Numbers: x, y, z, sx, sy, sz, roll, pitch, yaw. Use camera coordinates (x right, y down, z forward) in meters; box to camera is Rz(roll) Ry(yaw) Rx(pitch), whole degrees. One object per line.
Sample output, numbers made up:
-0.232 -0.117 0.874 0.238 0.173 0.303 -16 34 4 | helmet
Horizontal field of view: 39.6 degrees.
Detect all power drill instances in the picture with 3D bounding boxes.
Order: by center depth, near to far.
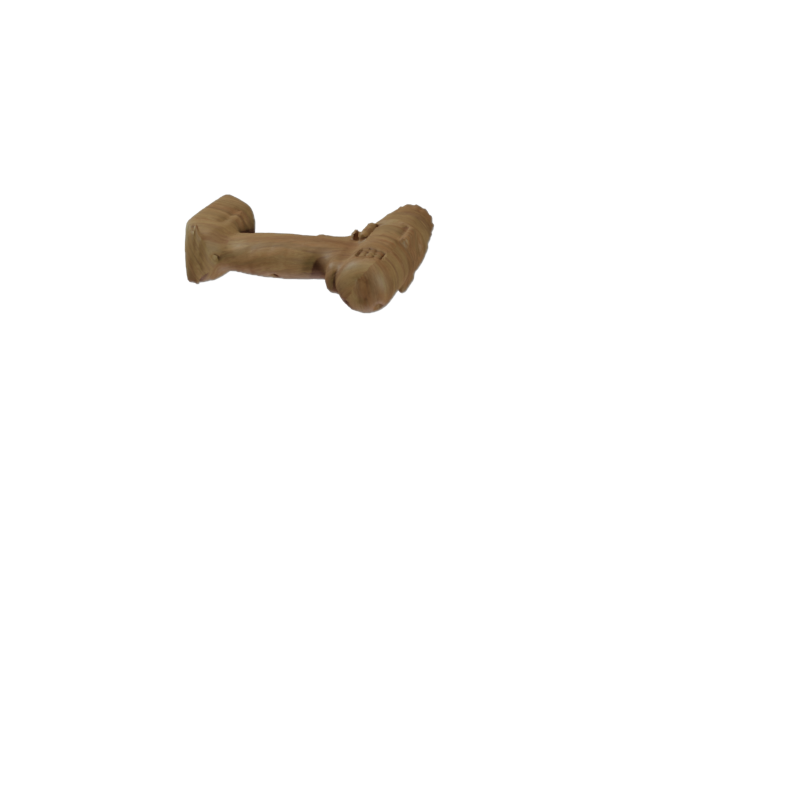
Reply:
-0.073 -0.133 0.932 0.192 0.055 0.189 7 24 14 | power drill
